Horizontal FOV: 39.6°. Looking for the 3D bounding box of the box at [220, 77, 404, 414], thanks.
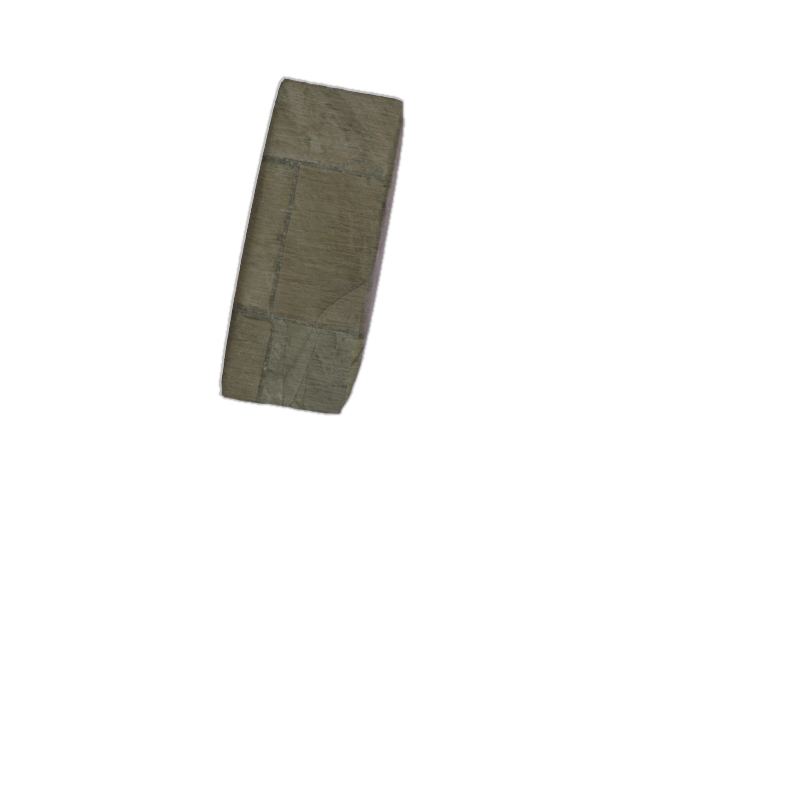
[{"bbox_3d":[-0.051,-0.093,0.652,0.071,0.163,0.217,11,6,-6],"label":"box"}]
